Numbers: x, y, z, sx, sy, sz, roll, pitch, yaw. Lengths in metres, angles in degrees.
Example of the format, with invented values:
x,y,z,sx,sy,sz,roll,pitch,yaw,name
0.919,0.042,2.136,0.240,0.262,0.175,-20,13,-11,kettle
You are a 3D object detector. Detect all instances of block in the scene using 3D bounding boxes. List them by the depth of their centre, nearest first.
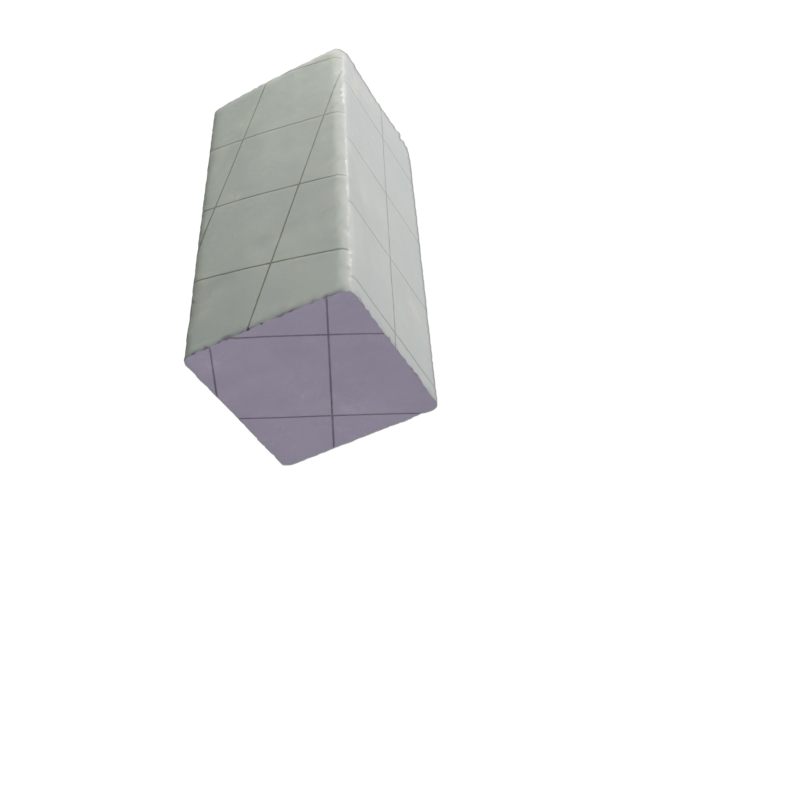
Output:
x,y,z,sx,sy,sz,roll,pitch,yaw,name
-0.046,-0.085,0.591,0.090,0.221,0.084,-23,-49,18,block
